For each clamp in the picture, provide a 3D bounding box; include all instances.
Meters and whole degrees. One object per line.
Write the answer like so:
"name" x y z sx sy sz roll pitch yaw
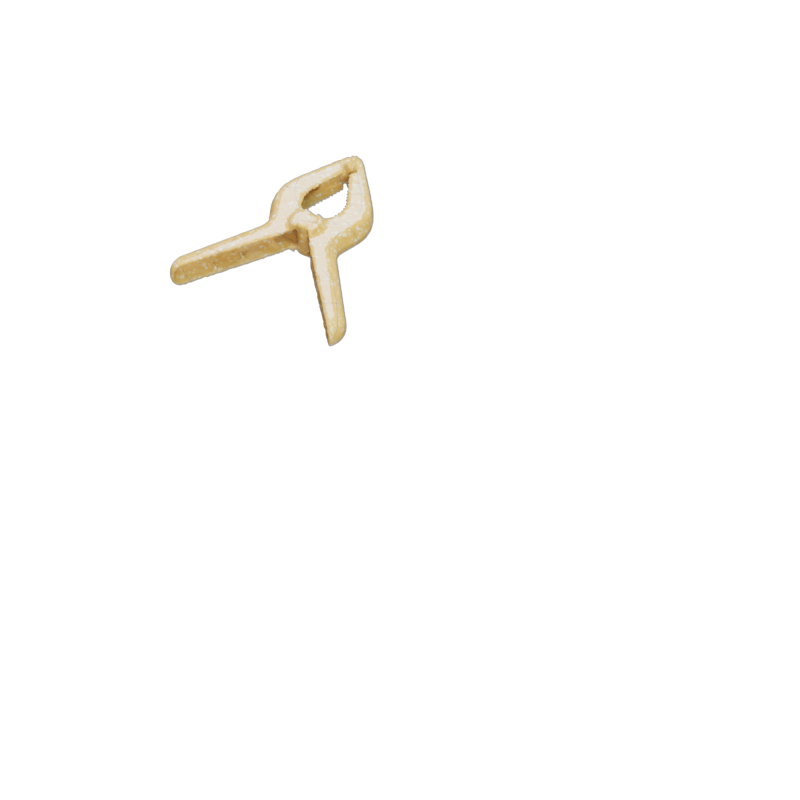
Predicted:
"clamp" -0.076 -0.139 0.974 0.172 0.034 0.215 26 54 21
